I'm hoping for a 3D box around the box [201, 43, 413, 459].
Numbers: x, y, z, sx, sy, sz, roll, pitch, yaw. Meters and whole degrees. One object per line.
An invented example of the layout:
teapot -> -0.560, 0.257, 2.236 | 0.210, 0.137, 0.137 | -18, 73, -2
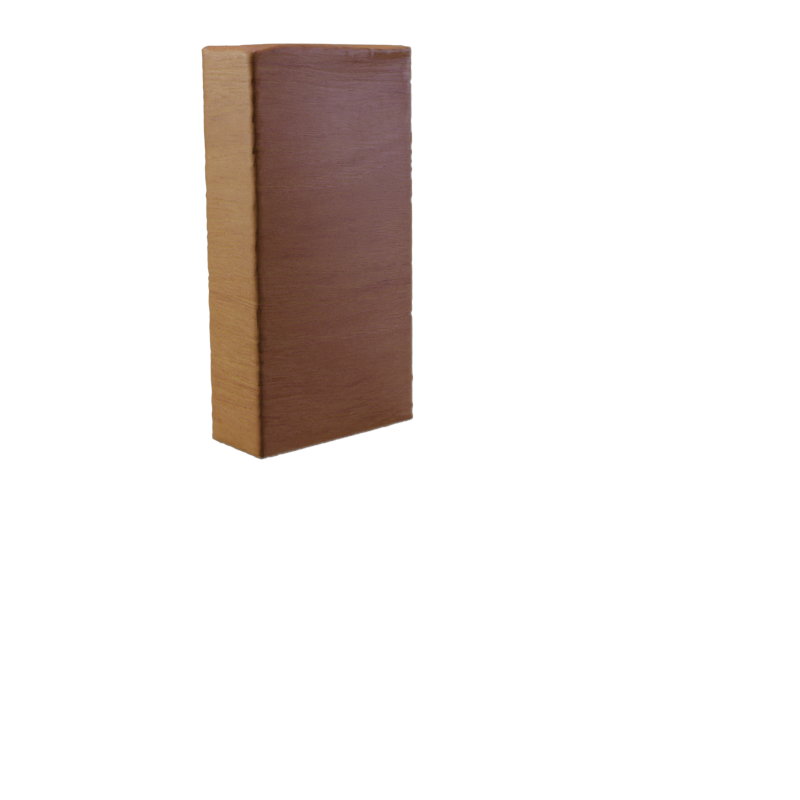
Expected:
box -> -0.039, -0.071, 0.501 | 0.091, 0.172, 0.051 | -10, 15, -40
